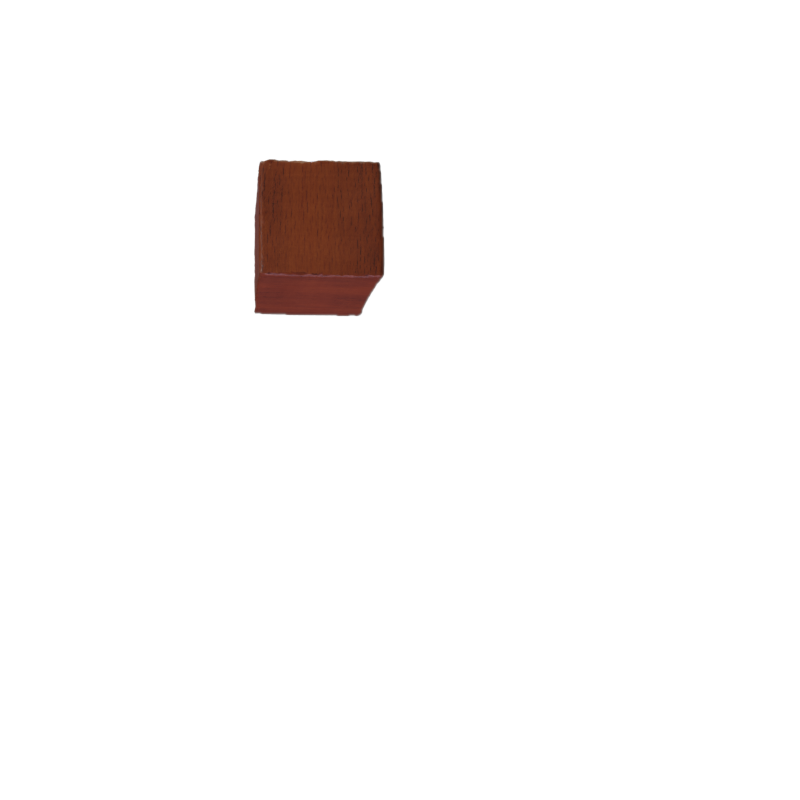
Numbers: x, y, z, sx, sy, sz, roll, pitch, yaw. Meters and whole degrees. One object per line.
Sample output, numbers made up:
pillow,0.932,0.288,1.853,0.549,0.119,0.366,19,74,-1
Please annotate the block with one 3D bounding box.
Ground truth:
block,-0.039,-0.070,0.492,0.052,0.053,0.076,1,-10,-8
